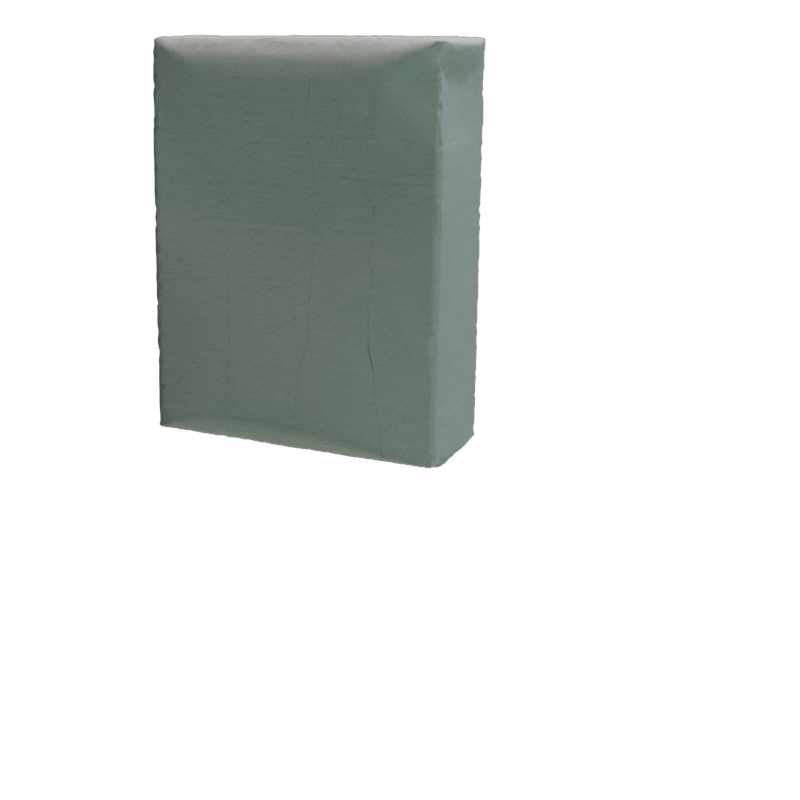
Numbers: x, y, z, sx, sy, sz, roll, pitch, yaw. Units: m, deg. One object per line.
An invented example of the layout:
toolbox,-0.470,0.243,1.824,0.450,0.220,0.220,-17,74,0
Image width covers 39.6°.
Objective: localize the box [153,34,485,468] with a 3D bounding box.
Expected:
box,-0.046,-0.083,0.583,0.170,0.208,0.071,7,13,24
